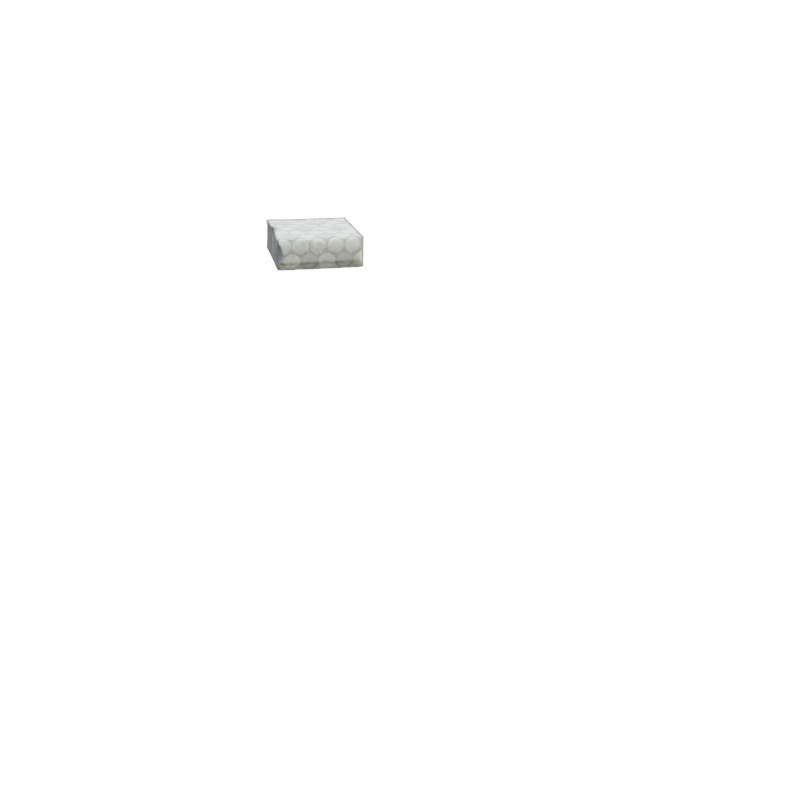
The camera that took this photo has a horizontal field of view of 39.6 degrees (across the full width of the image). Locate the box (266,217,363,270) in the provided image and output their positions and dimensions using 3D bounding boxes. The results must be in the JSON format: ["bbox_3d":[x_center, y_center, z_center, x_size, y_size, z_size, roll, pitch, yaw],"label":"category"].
[{"bbox_3d":[-0.075,-0.137,0.959,0.072,0.029,0.094,-3,20,-10],"label":"box"}]
